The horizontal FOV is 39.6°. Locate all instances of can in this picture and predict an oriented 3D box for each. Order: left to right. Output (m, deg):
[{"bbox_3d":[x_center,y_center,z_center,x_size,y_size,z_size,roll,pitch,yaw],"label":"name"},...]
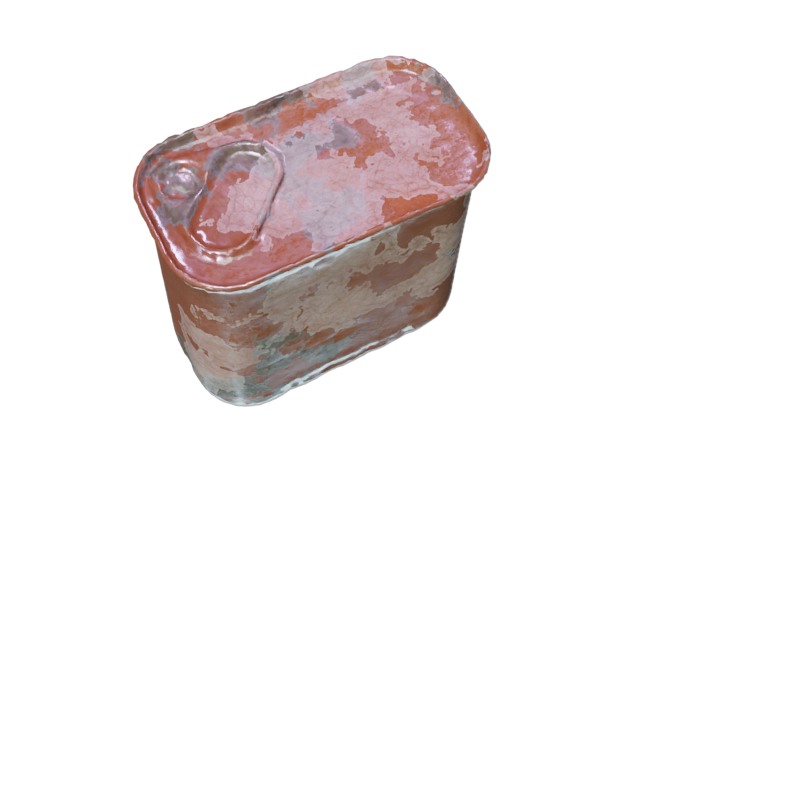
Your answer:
[{"bbox_3d":[-0.028,-0.051,0.354,0.101,0.061,0.079,-25,-24,-15],"label":"can"}]
